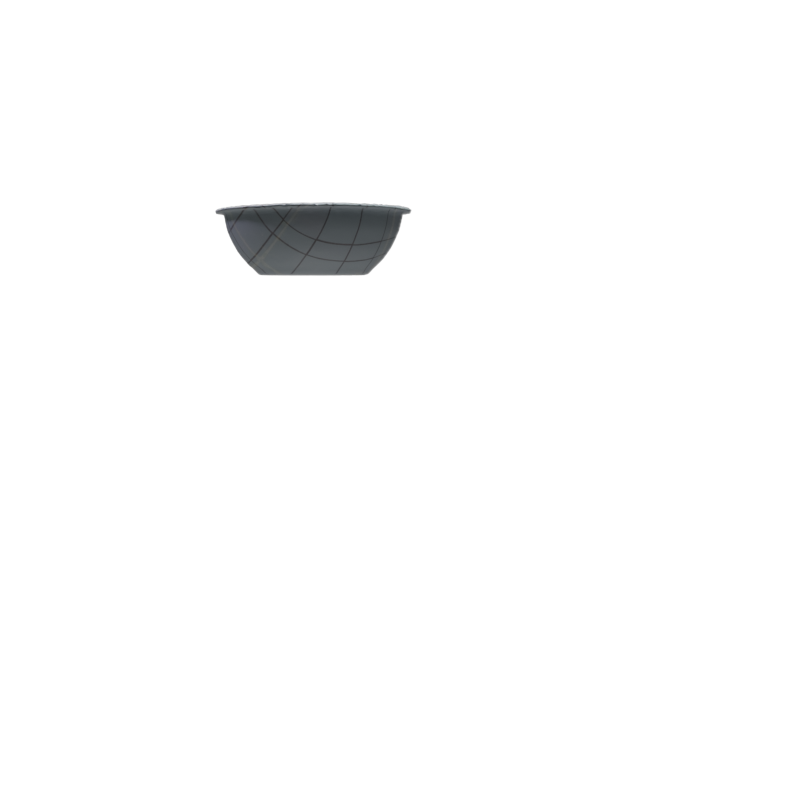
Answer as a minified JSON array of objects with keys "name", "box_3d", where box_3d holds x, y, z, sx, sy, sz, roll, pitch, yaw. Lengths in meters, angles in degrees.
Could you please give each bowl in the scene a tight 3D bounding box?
[{"name":"bowl","box_3d":[-0.072,-0.131,0.915,0.162,0.055,0.163,0,5,-2]}]
